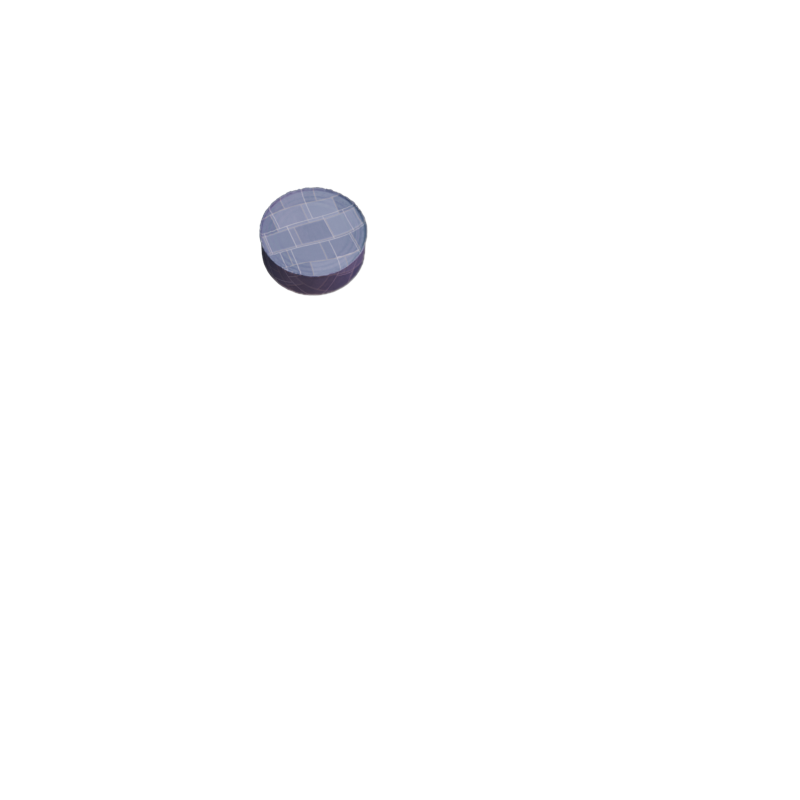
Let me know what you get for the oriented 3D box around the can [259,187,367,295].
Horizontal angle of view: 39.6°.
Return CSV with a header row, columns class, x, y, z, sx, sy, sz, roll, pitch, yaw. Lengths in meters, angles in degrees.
class,x,y,z,sx,sy,sz,roll,pitch,yaw
can,-0.070,-0.127,0.890,0.086,0.092,0.031,-1,-31,-1
